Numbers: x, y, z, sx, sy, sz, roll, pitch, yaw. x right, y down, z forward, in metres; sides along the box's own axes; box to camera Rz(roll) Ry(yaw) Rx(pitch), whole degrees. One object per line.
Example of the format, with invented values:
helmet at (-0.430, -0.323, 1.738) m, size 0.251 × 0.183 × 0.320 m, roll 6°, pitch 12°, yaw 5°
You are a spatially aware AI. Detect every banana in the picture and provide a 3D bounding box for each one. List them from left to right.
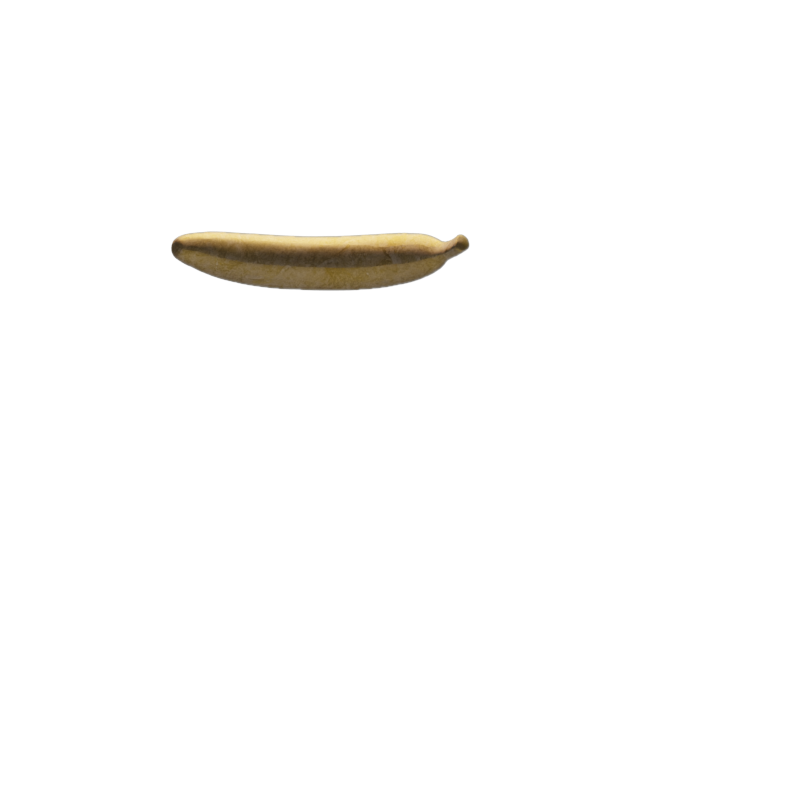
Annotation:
banana at (-0.054, -0.100, 0.761) m, size 0.199 × 0.039 × 0.065 m, roll -2°, pitch -23°, yaw 4°
